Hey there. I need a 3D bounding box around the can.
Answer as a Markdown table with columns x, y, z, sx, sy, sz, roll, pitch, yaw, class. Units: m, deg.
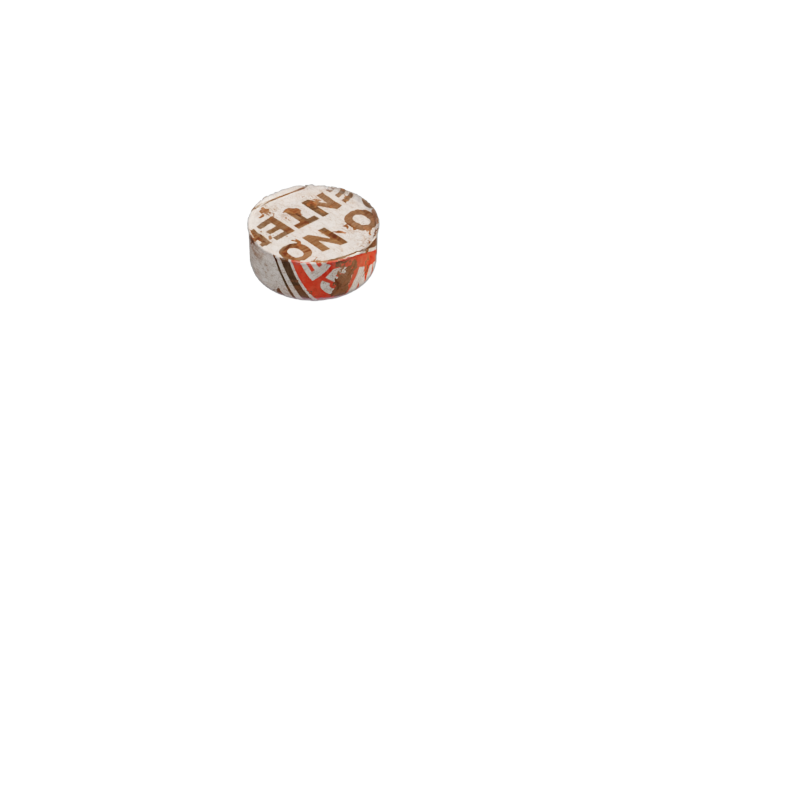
| x | y | z | sx | sy | sz | roll | pitch | yaw | class |
| --- | --- | --- | --- | --- | --- | --- | --- | --- | --- |
| -0.057 | -0.104 | 0.729 | 0.086 | 0.031 | 0.092 | -1 | 42 | -2 | can |
